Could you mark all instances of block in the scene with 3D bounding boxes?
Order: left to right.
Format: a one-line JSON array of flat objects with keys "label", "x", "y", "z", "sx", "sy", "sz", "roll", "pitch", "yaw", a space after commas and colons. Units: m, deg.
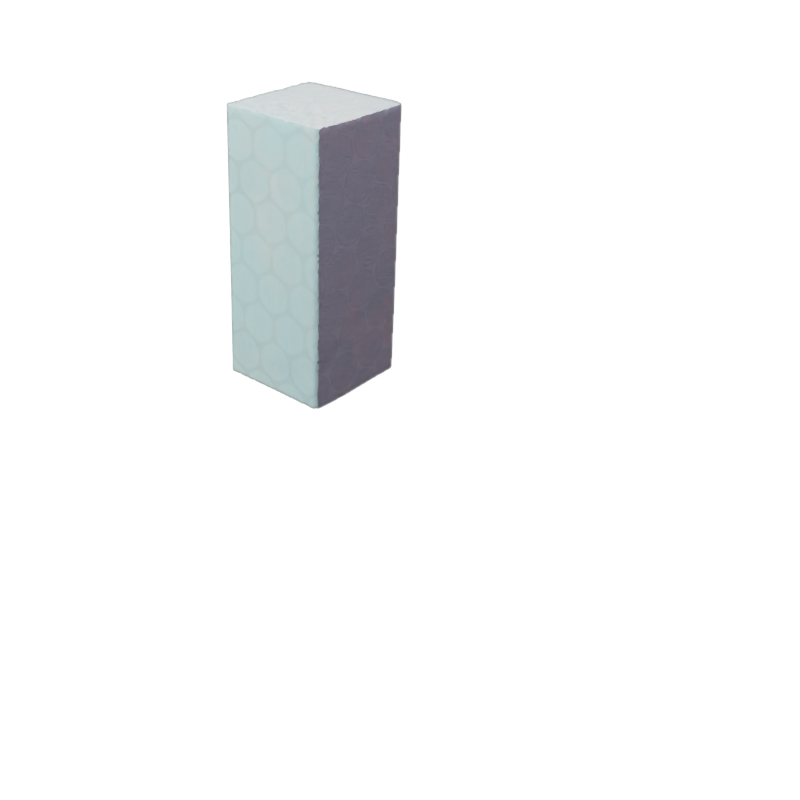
[{"label": "block", "x": -0.062, "y": -0.114, "z": 0.799, "sx": 0.096, "sy": 0.196, "sz": 0.089, "roll": 20, "pitch": 30, "yaw": 36}]
